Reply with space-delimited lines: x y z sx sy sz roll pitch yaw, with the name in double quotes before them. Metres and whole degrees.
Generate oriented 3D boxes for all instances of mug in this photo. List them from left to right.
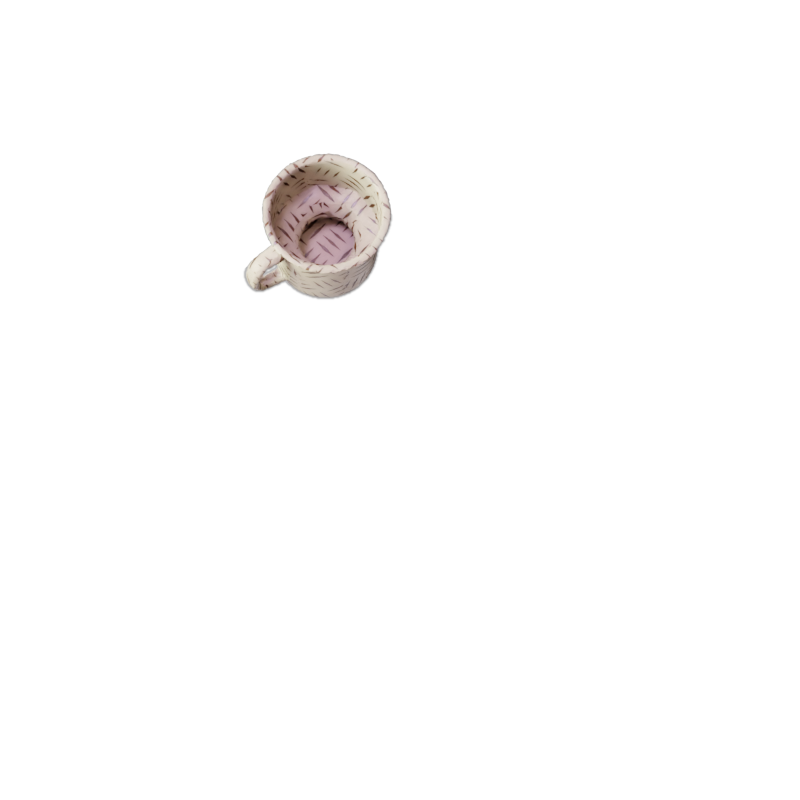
"mug" -0.065 -0.118 0.830 0.118 0.097 0.078 -38 -13 -13
